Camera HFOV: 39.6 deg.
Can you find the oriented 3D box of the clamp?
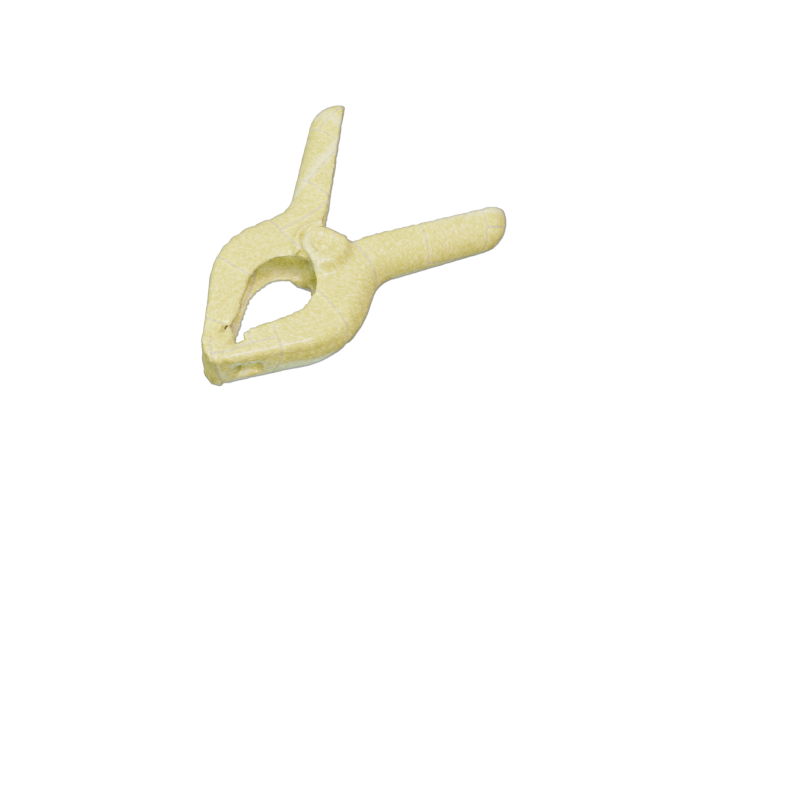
[{"bbox_3d":[-0.044,-0.080,0.558,0.173,0.037,0.128,-37,61,-25],"label":"clamp"}]
